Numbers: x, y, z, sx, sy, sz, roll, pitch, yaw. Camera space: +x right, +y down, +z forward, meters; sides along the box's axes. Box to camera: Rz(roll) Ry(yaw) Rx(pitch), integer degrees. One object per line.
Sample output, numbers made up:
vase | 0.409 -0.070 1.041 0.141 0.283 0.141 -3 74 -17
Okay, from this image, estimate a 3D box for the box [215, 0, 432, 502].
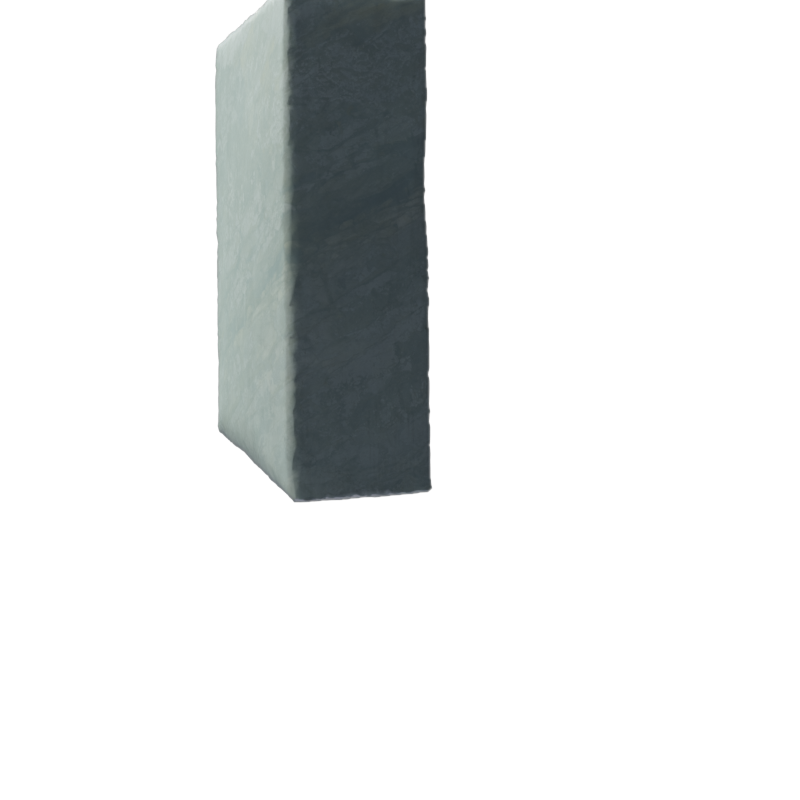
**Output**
box | -0.042 -0.076 0.535 0.070 0.213 0.169 0 4 -19
